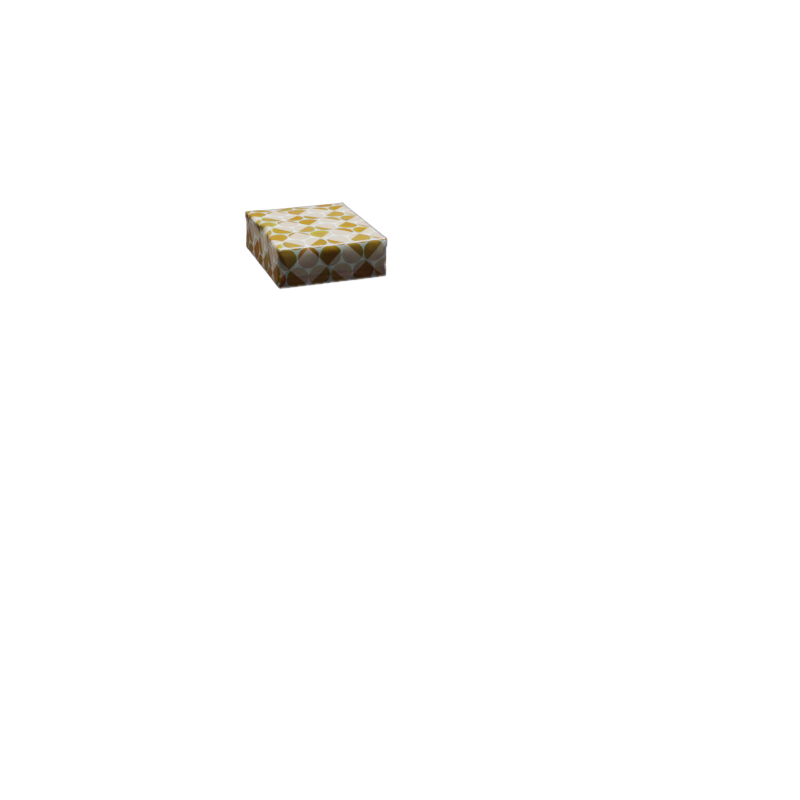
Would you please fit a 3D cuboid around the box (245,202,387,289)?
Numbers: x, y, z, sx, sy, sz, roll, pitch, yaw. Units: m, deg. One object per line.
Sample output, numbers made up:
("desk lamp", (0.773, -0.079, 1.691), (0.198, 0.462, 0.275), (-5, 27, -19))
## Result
("box", (-0.058, -0.105, 0.738), (0.072, 0.029, 0.095), (-8, 26, -18))
